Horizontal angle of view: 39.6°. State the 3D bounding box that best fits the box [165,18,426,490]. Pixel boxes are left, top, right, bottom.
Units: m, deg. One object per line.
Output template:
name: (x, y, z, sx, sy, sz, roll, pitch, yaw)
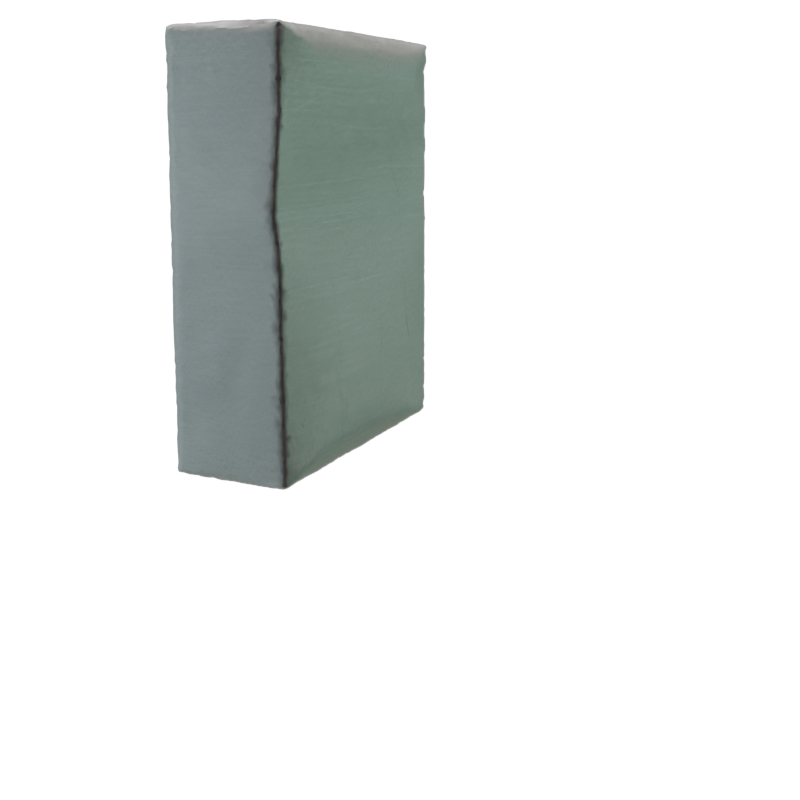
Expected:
box: (-0.045, -0.082, 0.575, 0.074, 0.210, 0.161, 4, 9, 26)
